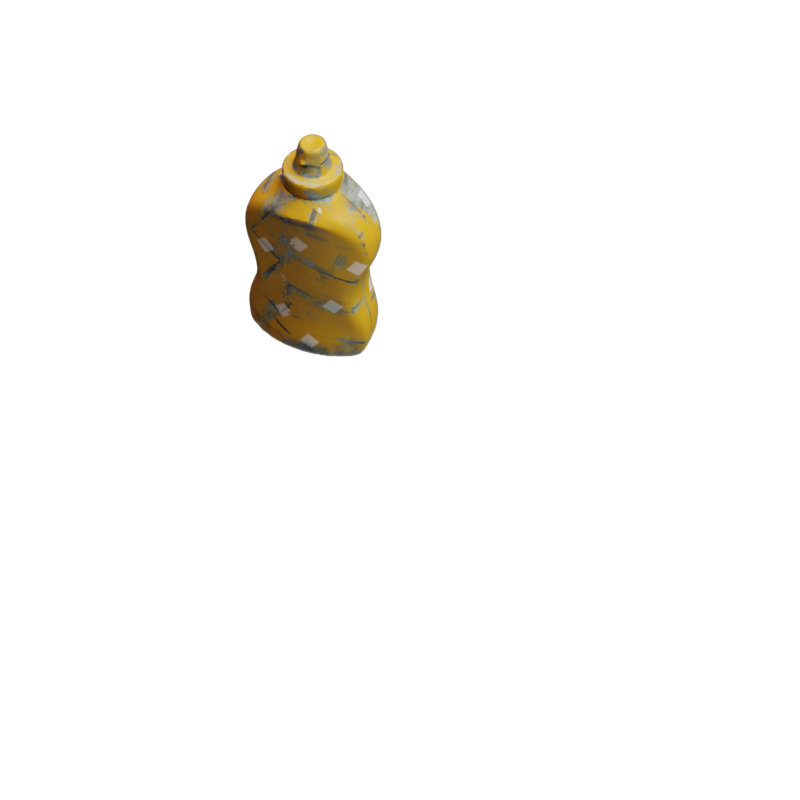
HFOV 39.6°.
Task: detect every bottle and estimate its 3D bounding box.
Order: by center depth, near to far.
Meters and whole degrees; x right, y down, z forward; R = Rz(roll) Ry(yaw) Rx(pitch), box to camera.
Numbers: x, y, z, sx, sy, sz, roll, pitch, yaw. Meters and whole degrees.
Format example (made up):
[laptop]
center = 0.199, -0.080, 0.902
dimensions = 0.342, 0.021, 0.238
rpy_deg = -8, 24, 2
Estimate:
[bottle]
center = -0.062, -0.112, 0.785
dimensions = 0.099, 0.061, 0.179
rpy_deg = 21, -36, 13
